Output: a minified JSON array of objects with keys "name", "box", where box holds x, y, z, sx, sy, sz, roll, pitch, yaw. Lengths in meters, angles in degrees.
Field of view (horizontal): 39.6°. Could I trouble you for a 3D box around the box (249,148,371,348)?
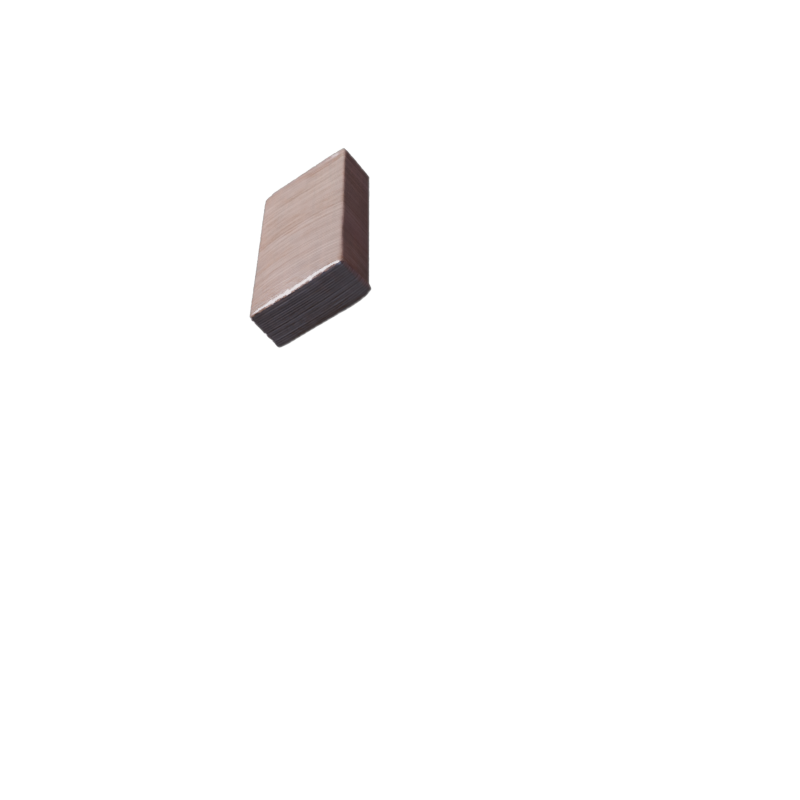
[{"name":"box","box":[-0.072,-0.131,0.917,0.093,0.189,0.045,-30,-54,20]}]
